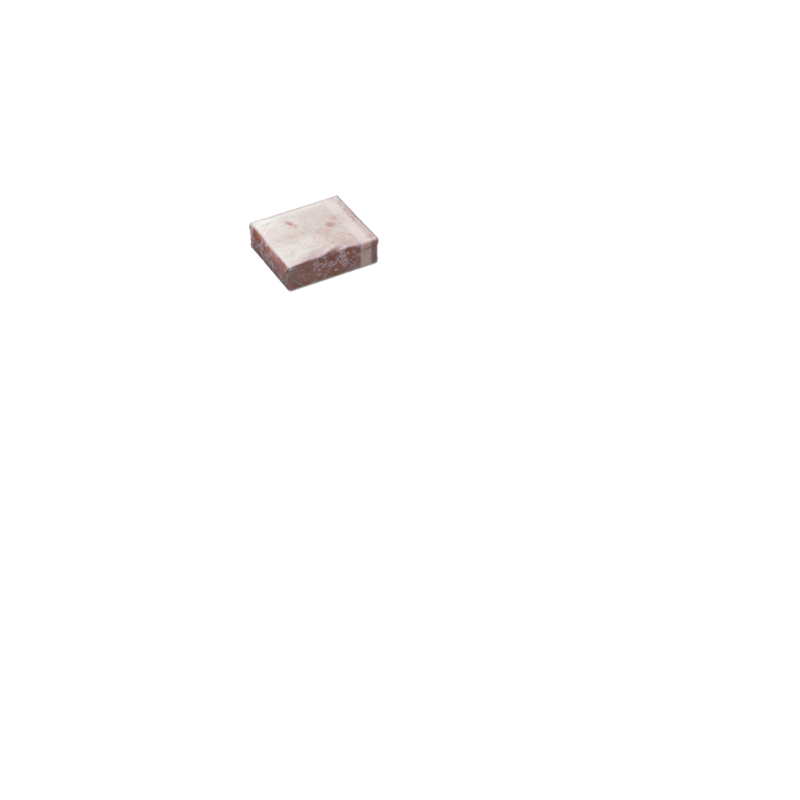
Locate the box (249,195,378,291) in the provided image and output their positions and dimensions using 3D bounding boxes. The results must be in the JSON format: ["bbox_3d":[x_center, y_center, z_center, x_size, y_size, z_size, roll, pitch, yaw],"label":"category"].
[{"bbox_3d":[-0.074,-0.135,0.946,0.088,0.028,0.079,-20,46,-22],"label":"box"}]
